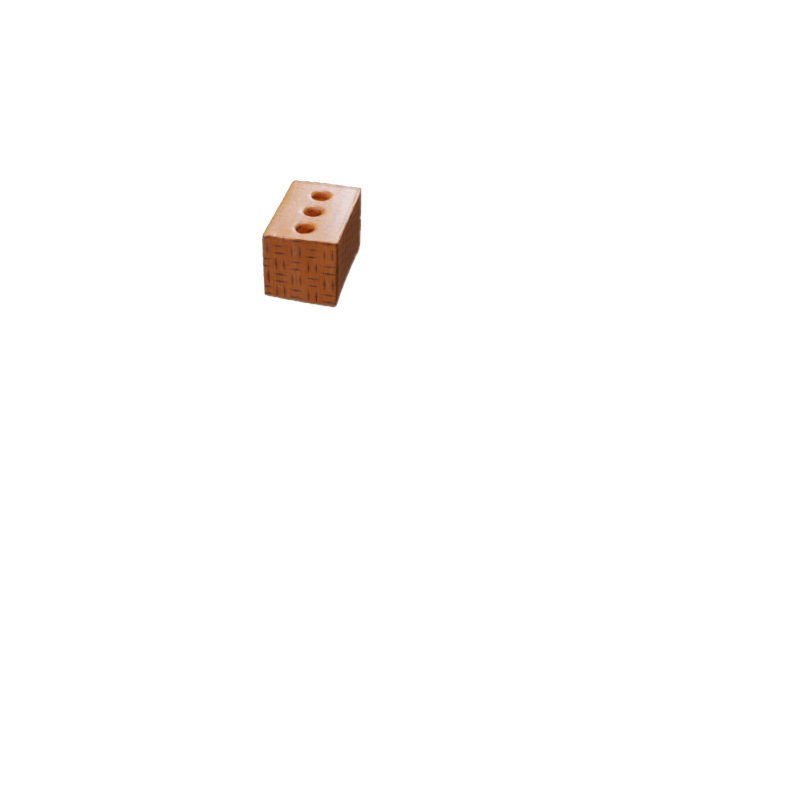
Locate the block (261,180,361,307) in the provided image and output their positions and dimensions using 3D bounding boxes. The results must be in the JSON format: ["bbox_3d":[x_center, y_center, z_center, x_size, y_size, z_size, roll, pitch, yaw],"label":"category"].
[{"bbox_3d":[-0.060,-0.110,0.769,0.054,0.048,0.082,8,38,8],"label":"block"}]
